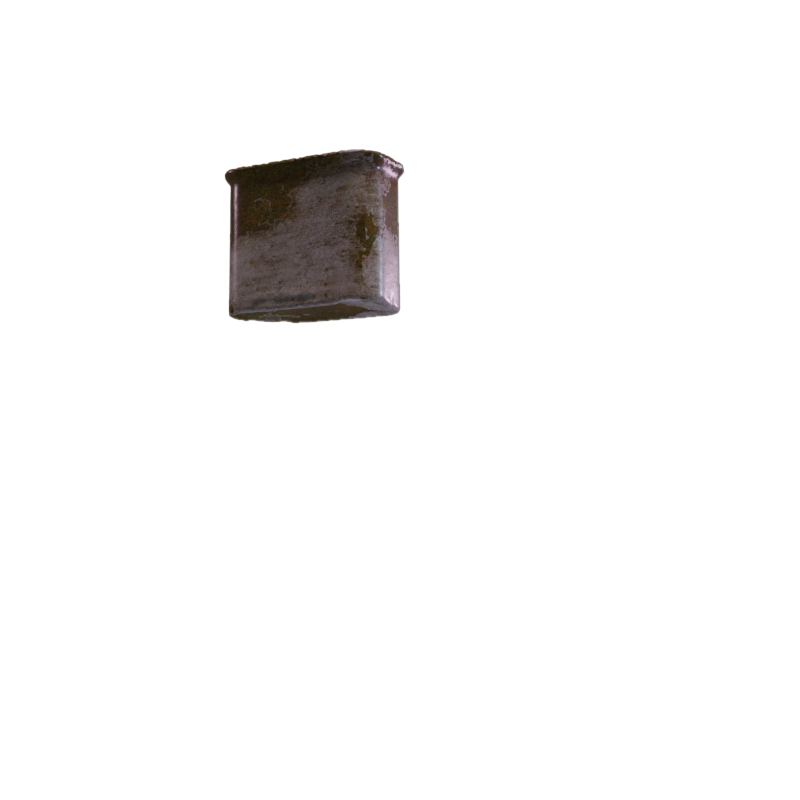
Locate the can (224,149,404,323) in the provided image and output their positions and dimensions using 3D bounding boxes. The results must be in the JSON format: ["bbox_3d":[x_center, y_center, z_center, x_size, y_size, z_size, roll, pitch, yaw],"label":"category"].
[{"bbox_3d":[-0.049,-0.089,0.627,0.105,0.086,0.054,-5,-11,27],"label":"can"}]
